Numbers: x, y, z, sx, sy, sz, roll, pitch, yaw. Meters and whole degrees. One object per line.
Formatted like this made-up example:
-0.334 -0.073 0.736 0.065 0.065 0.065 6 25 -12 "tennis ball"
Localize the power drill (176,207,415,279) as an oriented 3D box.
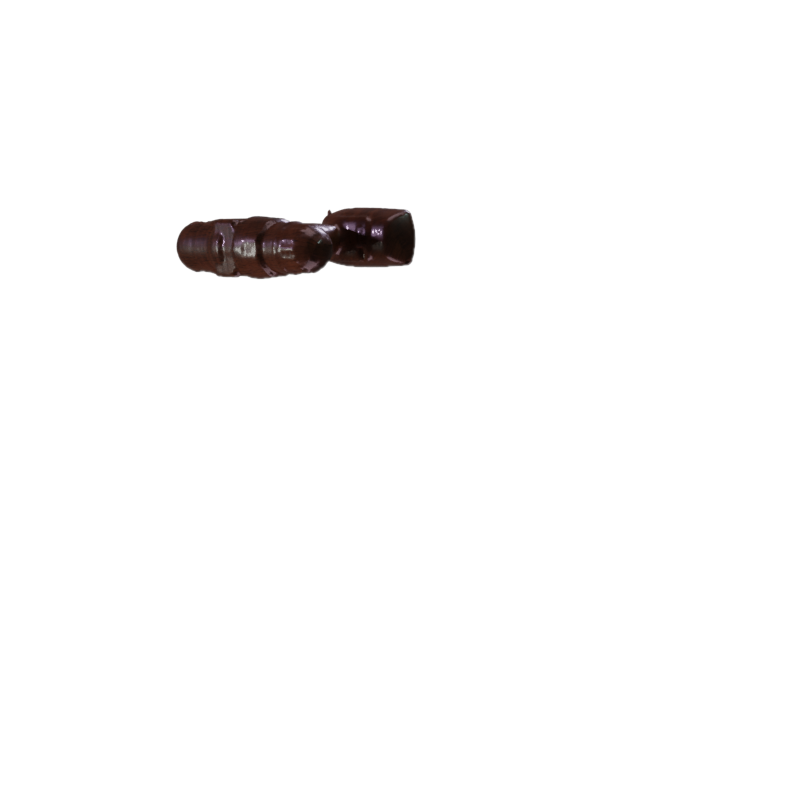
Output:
-0.076 -0.139 0.975 0.182 0.056 0.193 -9 14 -42 "power drill"
